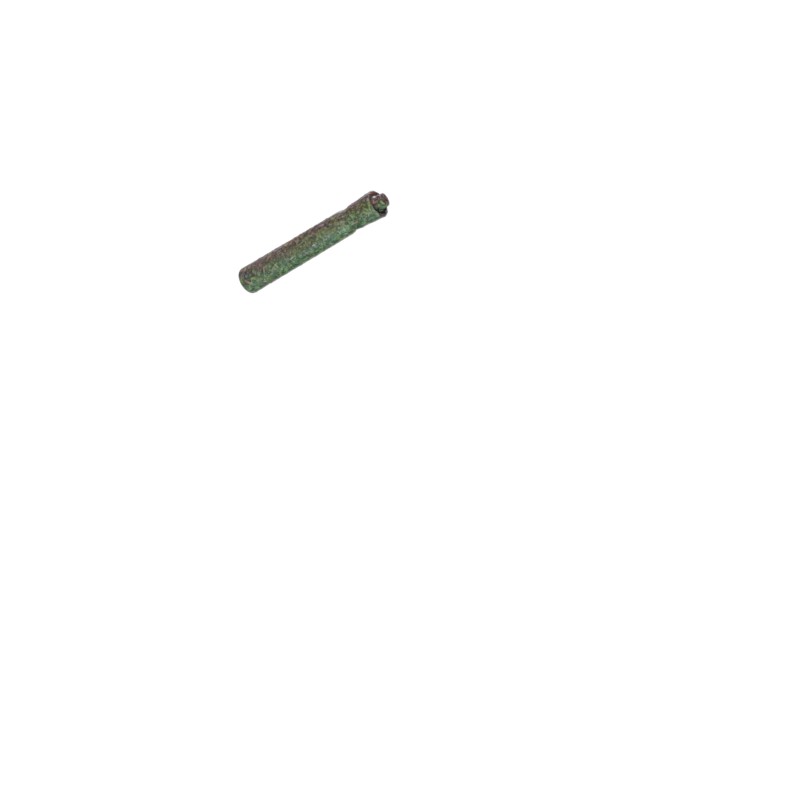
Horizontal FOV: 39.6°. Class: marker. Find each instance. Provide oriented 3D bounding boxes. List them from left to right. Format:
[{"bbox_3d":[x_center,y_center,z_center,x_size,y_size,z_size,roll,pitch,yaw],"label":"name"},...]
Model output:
[{"bbox_3d":[-0.056,-0.102,0.717,0.121,0.020,0.019,-25,-11,31],"label":"marker"}]
